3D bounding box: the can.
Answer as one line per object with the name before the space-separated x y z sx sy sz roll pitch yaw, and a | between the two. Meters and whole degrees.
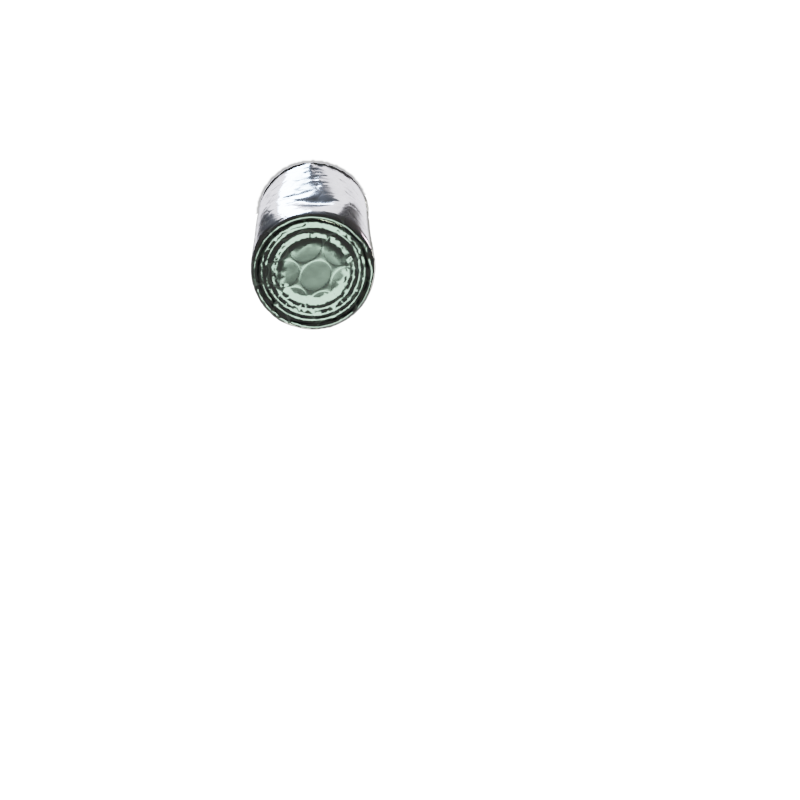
can | -0.050 -0.090 0.633 0.068 0.065 0.108 0 24 -3
